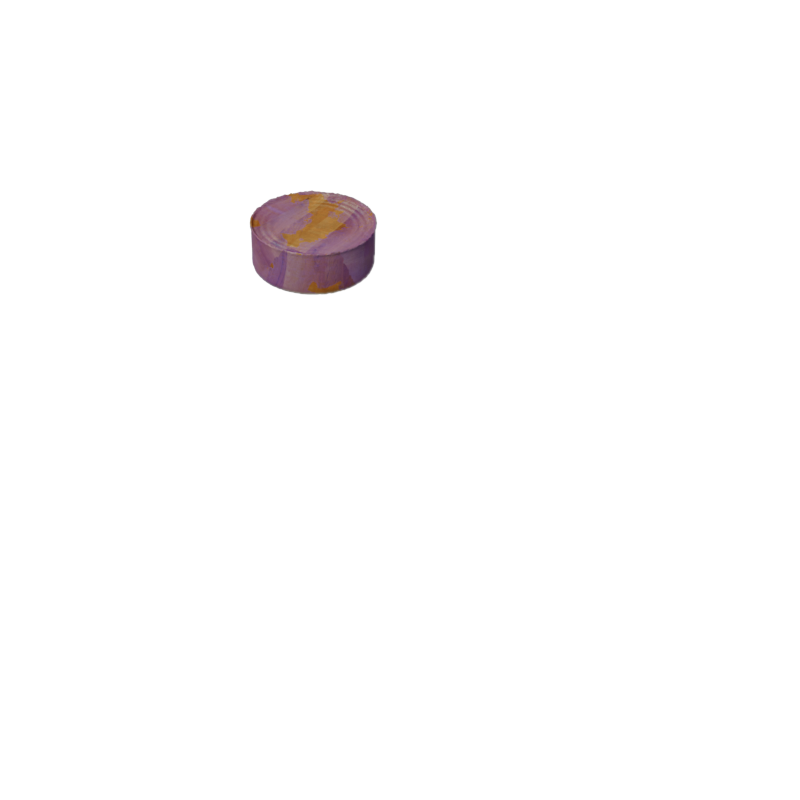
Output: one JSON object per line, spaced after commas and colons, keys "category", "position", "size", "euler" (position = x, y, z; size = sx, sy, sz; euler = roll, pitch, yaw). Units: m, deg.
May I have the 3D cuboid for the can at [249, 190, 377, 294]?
{"category": "can", "position": [-0.059, -0.108, 0.755], "size": [0.086, 0.031, 0.092], "euler": [-1, 36, -2]}
